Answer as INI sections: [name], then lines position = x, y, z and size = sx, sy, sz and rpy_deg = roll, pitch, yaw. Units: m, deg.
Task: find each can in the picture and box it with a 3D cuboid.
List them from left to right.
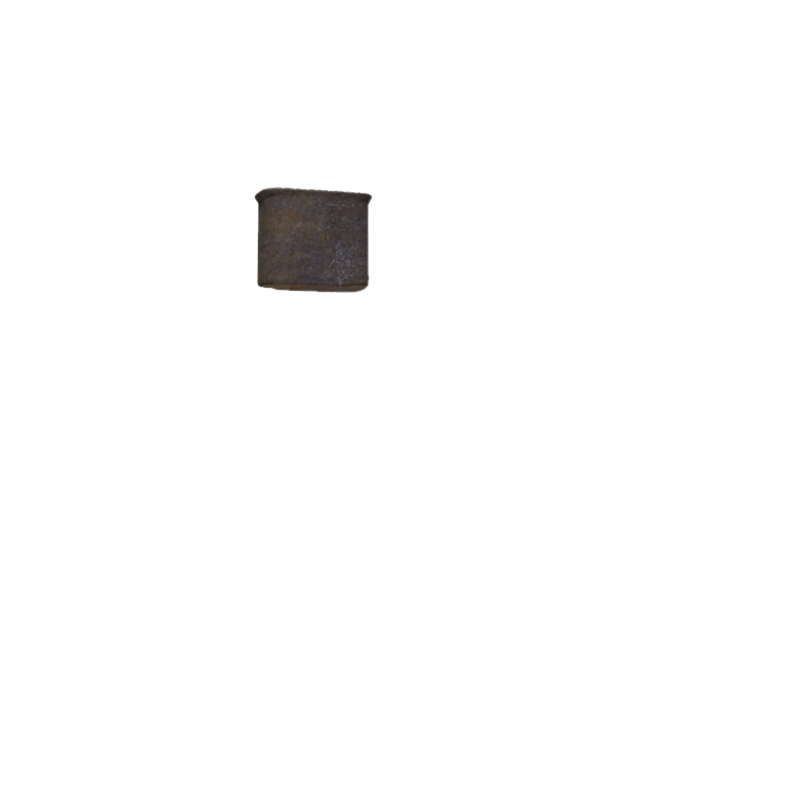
[can]
position = -0.077, -0.140, 0.980
size = 0.099, 0.085, 0.058
rpy_deg = 1, -6, -19
